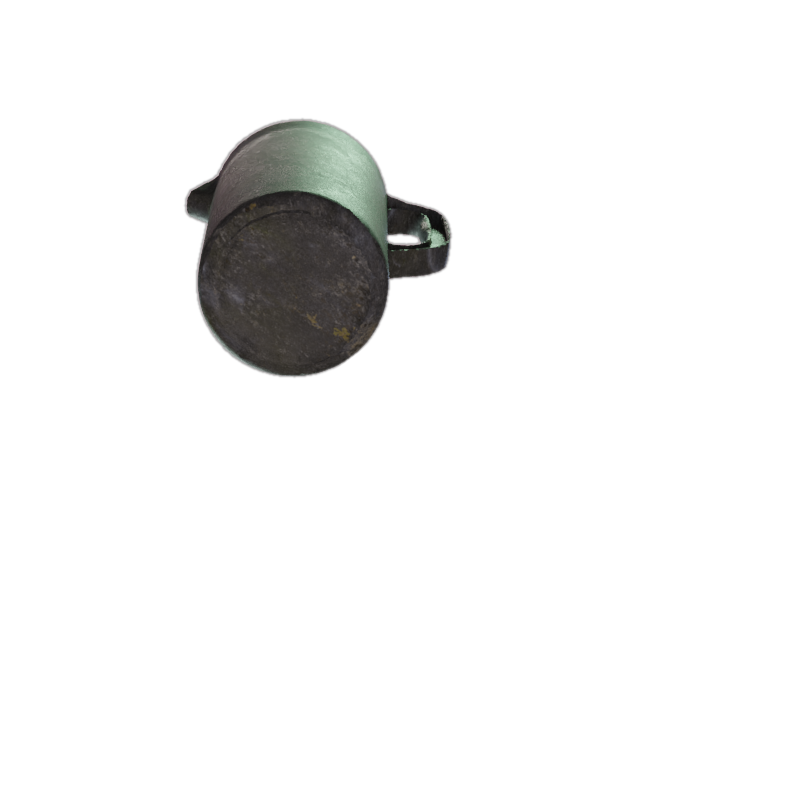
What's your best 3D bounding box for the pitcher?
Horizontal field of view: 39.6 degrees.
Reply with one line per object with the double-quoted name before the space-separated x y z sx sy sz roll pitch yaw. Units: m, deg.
"pitcher" -0.057 -0.104 0.726 0.148 0.140 0.253 -37 17 9
